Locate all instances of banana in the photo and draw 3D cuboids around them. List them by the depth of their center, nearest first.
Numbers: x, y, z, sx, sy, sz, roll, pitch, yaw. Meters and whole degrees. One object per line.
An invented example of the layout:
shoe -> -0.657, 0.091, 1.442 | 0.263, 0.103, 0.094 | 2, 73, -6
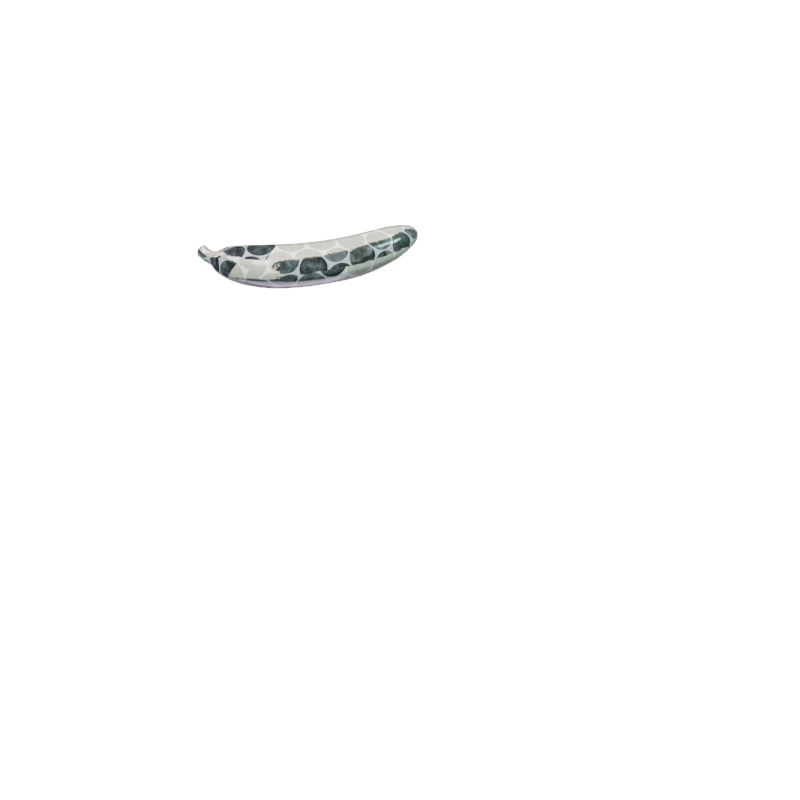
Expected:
banana -> -0.078, -0.127, 0.967 | 0.196, 0.034, 0.075 | -4, 41, -5
